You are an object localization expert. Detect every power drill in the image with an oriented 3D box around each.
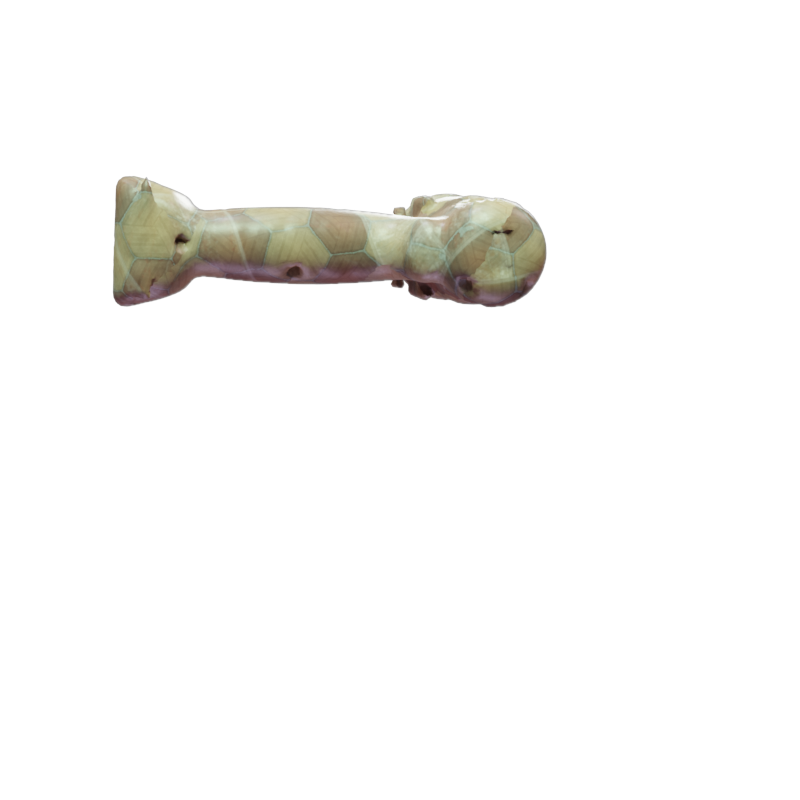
[{"bbox_3d":[-0.042,-0.076,0.534,0.186,0.057,0.188,-1,7,-9],"label":"power drill"}]
